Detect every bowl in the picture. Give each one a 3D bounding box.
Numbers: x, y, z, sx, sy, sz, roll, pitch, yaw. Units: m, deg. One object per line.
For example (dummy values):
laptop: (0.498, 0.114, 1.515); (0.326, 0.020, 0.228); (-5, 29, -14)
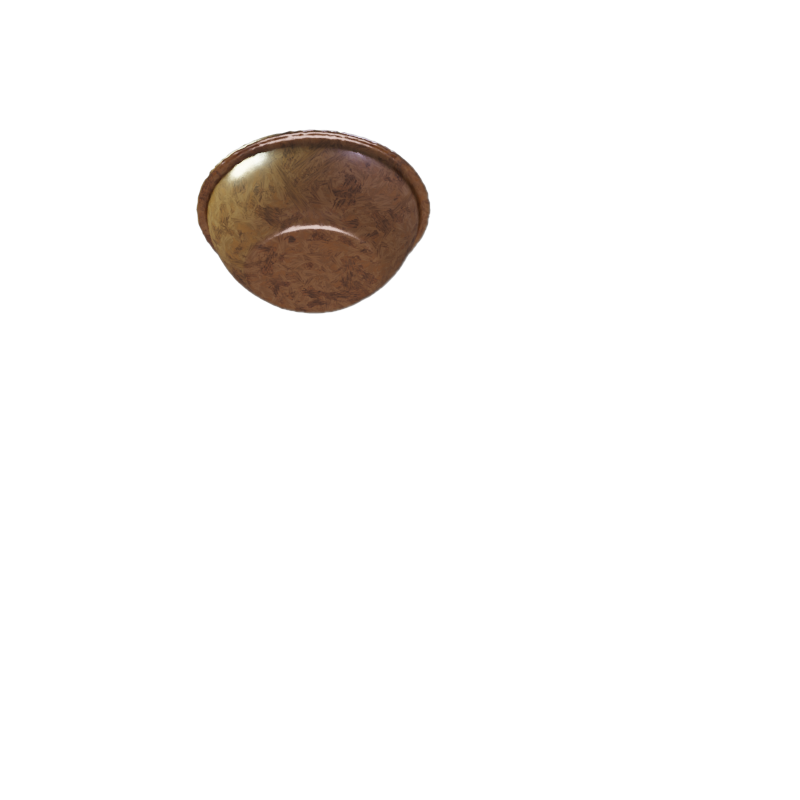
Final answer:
bowl: (-0.059, -0.107, 0.752); (0.162, 0.059, 0.151); (1, -37, -2)
